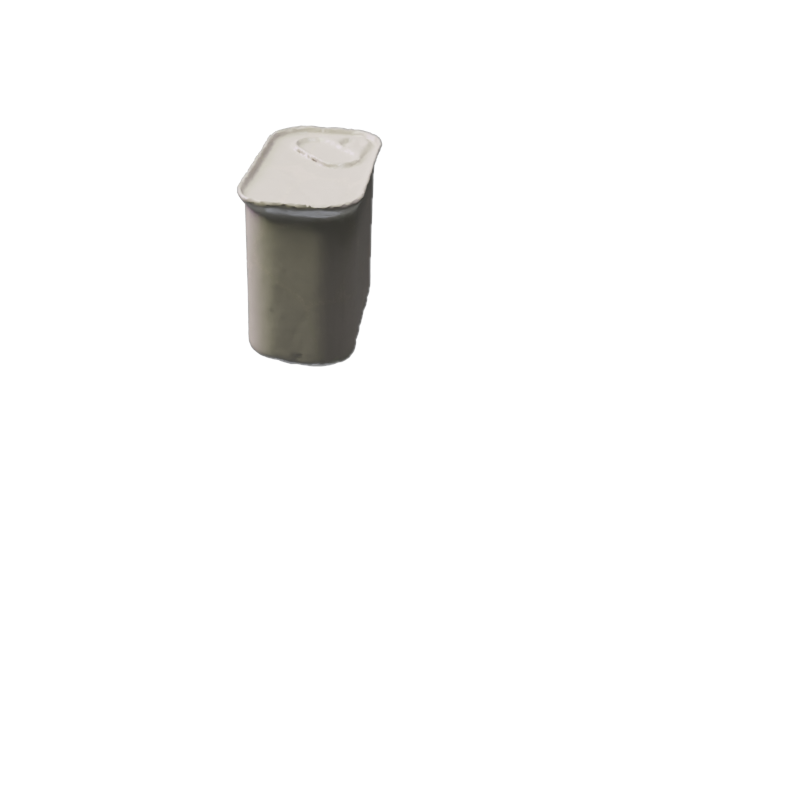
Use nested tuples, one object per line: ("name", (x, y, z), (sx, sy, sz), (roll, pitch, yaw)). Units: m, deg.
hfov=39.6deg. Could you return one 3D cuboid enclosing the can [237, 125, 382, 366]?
("can", (-0.042, -0.077, 0.540), (0.058, 0.079, 0.107), (4, 30, 5))
